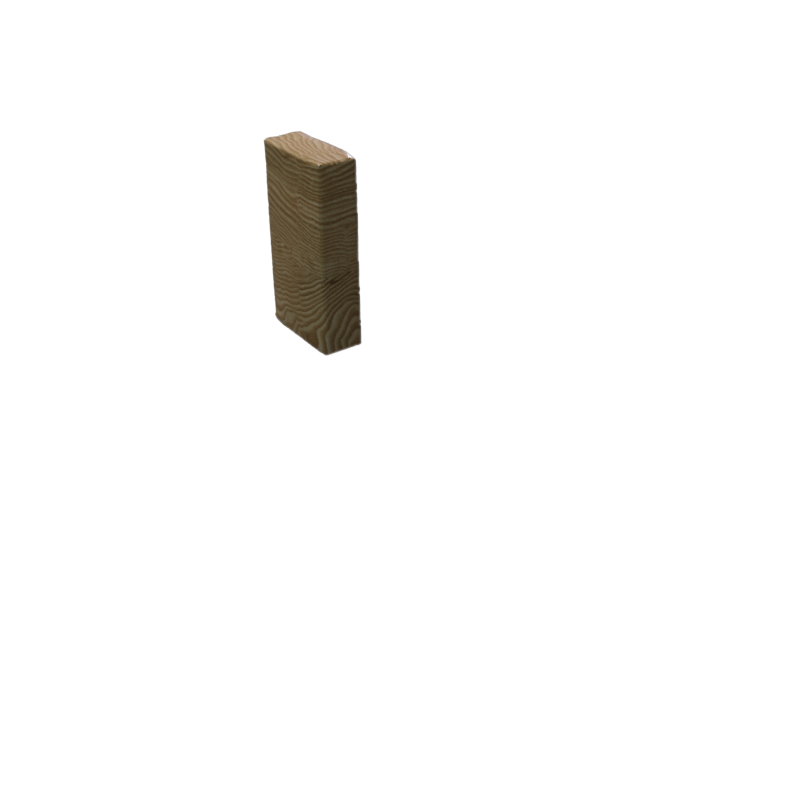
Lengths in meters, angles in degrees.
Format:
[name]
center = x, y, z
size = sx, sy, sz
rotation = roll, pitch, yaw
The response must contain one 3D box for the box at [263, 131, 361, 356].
[box]
center = -0.076, -0.138, 0.969
size = 0.047, 0.167, 0.100
rotation = -14, 29, -31
